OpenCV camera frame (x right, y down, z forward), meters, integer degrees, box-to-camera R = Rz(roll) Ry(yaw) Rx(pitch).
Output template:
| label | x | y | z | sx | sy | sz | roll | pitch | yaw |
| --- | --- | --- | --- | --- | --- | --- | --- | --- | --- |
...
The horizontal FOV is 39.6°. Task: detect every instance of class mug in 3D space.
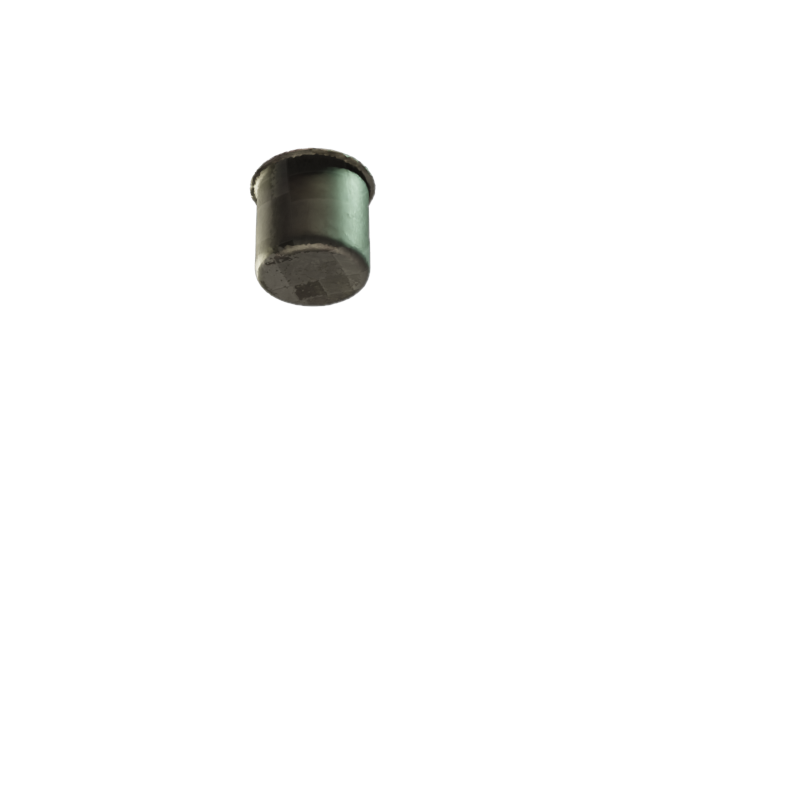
| label | x | y | z | sx | sy | sz | roll | pitch | yaw |
| --- | --- | --- | --- | --- | --- | --- | --- | --- | --- |
| mug | -0.063 | -0.115 | 0.807 | 0.093 | 0.087 | 0.109 | -1 | -32 | -1 |
